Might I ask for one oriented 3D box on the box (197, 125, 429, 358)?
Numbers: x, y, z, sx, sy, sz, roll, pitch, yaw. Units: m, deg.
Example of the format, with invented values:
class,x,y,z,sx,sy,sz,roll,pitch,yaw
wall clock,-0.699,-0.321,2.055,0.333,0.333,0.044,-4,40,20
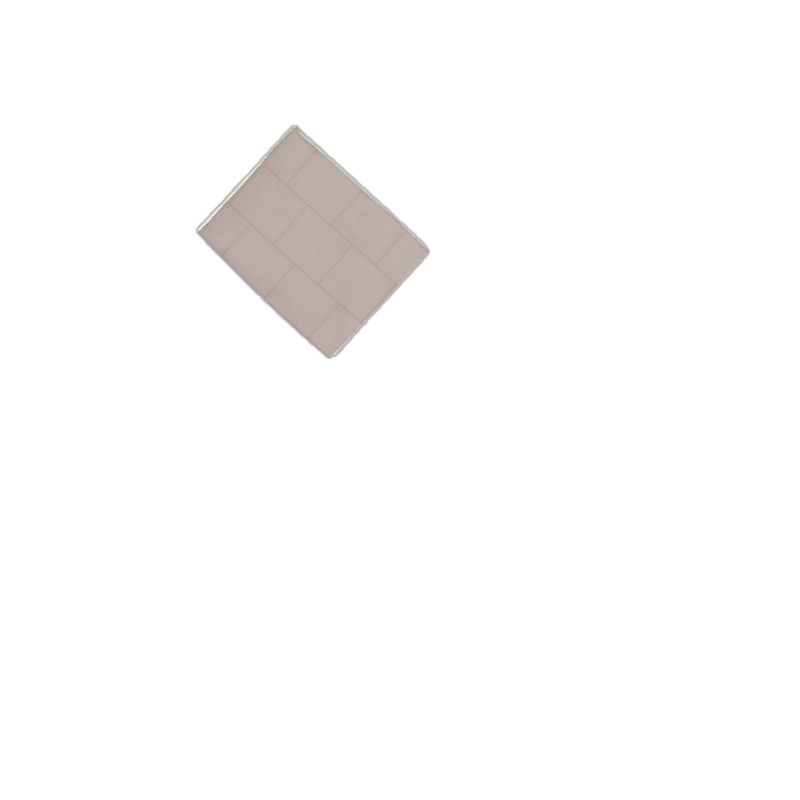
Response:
class,x,y,z,sx,sy,sz,roll,pitch,yaw
box,-0.052,-0.095,0.669,0.112,0.089,0.039,43,4,-4
